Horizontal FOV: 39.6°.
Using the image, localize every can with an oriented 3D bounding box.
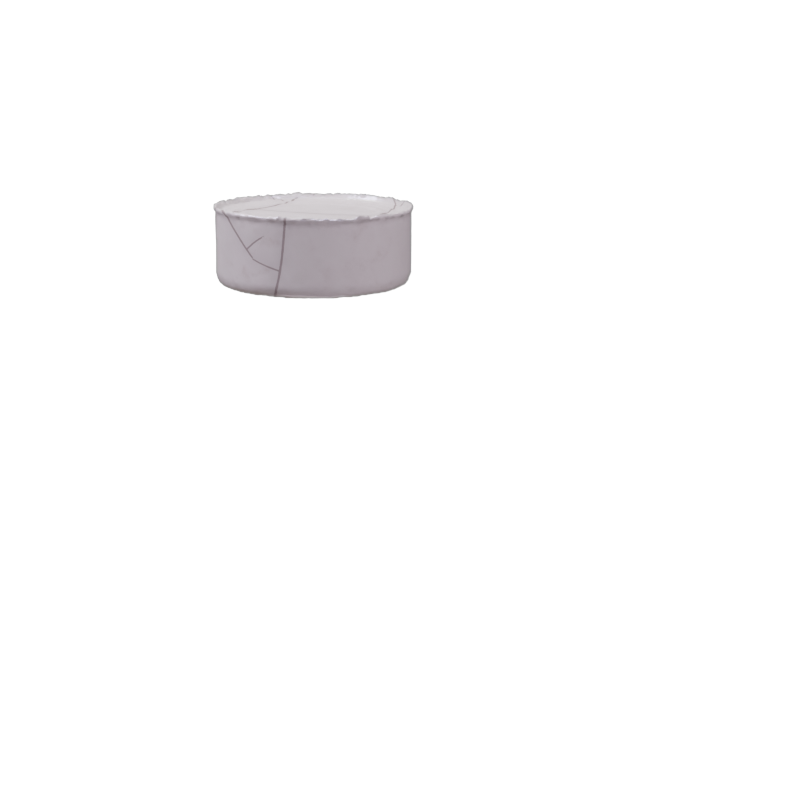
[{"bbox_3d":[-0.037,-0.068,0.479,0.086,0.033,0.089,0,16,-2],"label":"can"}]
